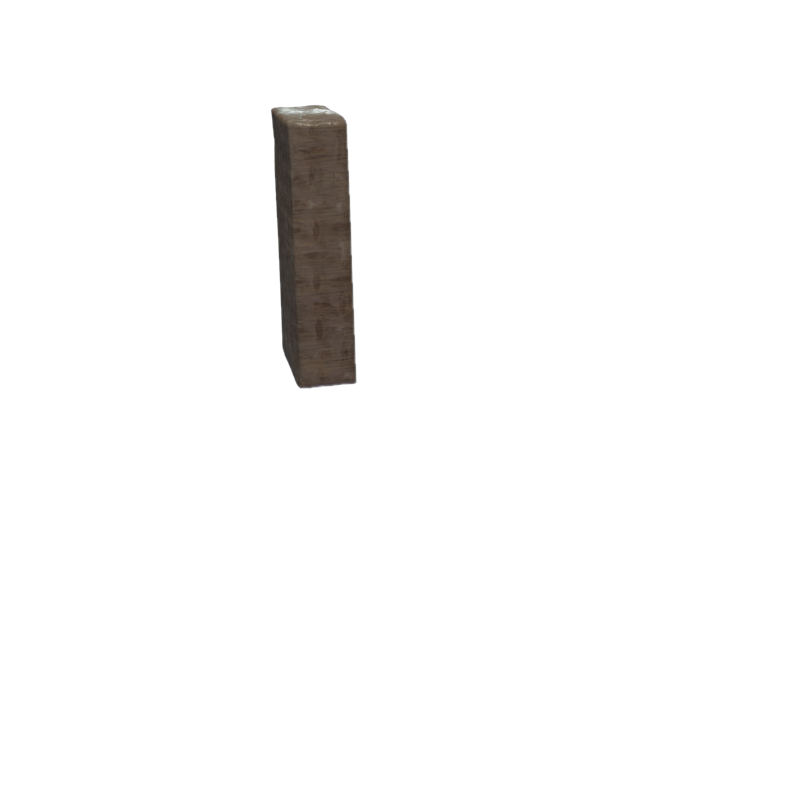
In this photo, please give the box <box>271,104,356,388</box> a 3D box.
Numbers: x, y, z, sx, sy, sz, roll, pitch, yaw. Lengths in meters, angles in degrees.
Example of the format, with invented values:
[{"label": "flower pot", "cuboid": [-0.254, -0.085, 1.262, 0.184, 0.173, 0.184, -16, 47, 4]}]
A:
[{"label": "box", "cuboid": [-0.058, -0.107, 0.751, 0.047, 0.170, 0.098, -2, 16, -12]}]
